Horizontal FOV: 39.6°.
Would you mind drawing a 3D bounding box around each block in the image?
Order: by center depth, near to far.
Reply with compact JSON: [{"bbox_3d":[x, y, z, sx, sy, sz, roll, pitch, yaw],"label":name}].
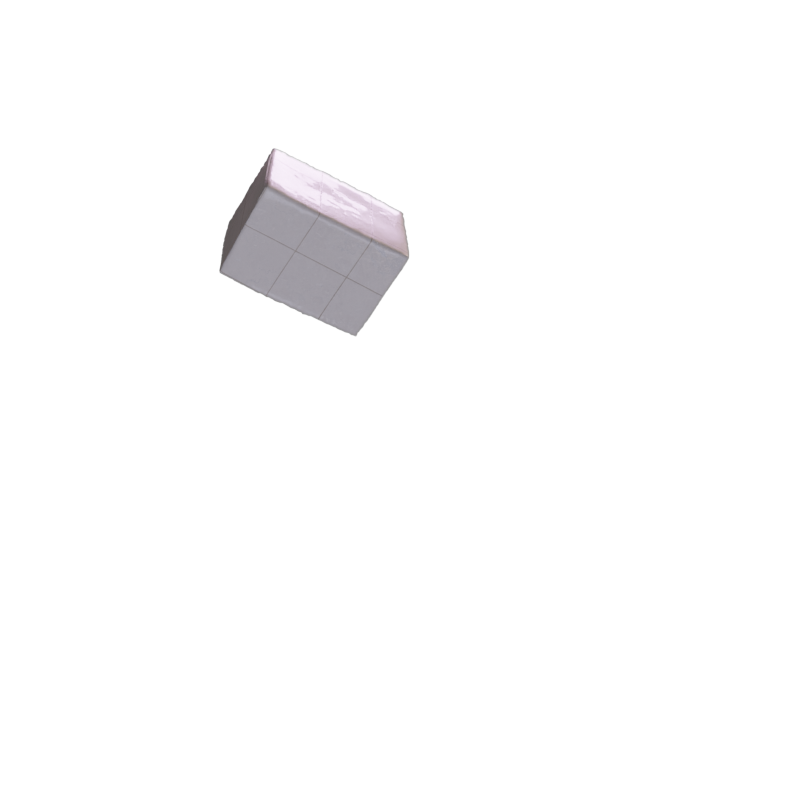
[{"bbox_3d":[-0.043,-0.078,0.543,0.076,0.051,0.054,26,27,-16],"label":"block"}]
